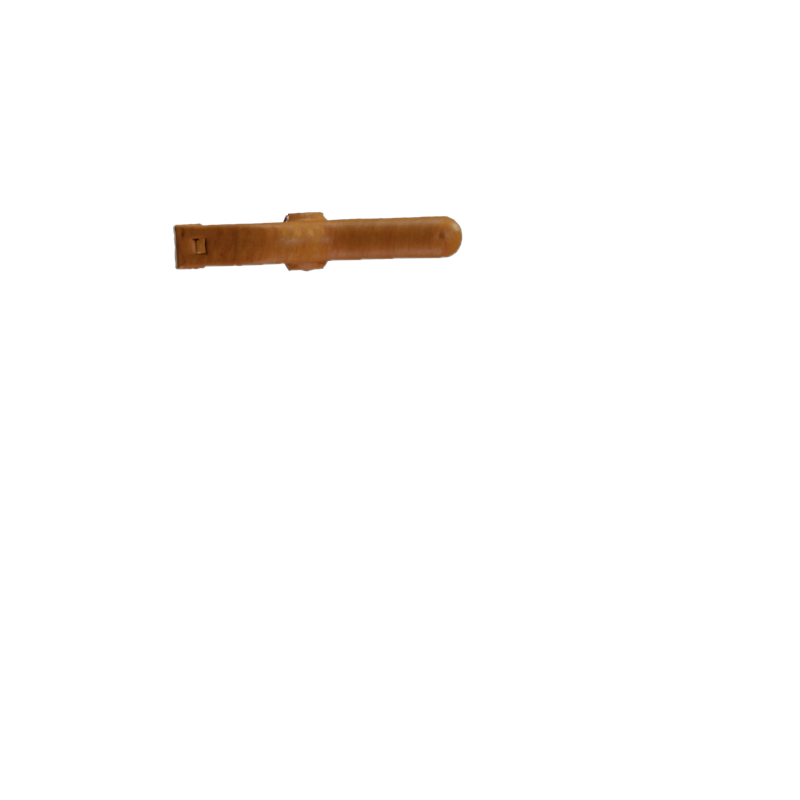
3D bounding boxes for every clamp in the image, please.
[{"bbox_3d":[-0.055,-0.100,0.698,0.171,0.039,0.120,0,1,-3],"label":"clamp"}]
